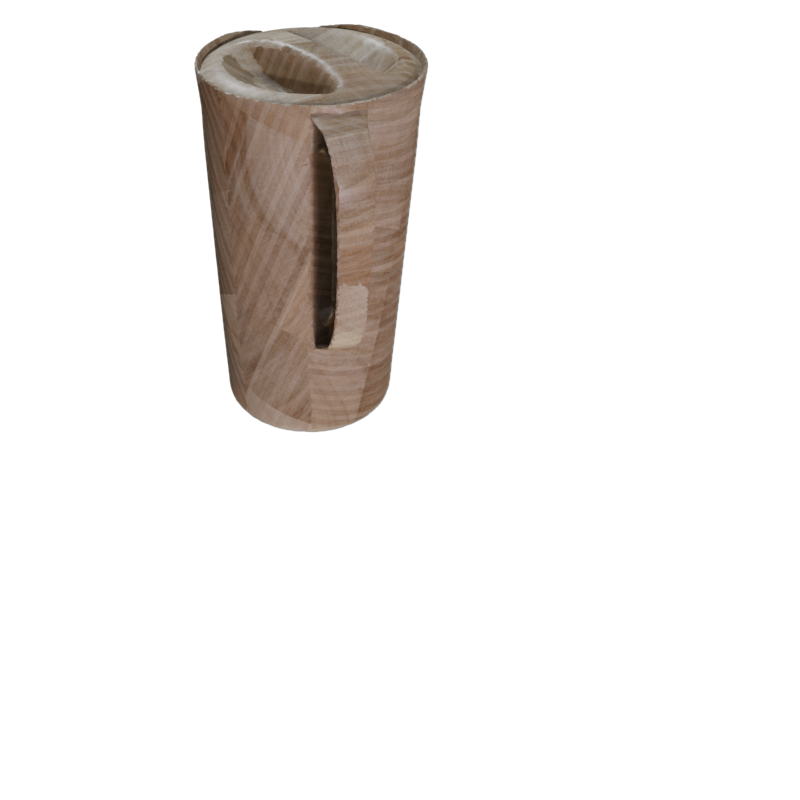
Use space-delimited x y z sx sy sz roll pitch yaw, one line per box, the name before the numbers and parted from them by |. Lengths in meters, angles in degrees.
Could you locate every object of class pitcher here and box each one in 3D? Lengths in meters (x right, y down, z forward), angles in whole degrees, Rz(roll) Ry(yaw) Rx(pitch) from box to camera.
pitcher | -0.053 -0.097 0.680 0.151 0.228 0.152 18 36 23
